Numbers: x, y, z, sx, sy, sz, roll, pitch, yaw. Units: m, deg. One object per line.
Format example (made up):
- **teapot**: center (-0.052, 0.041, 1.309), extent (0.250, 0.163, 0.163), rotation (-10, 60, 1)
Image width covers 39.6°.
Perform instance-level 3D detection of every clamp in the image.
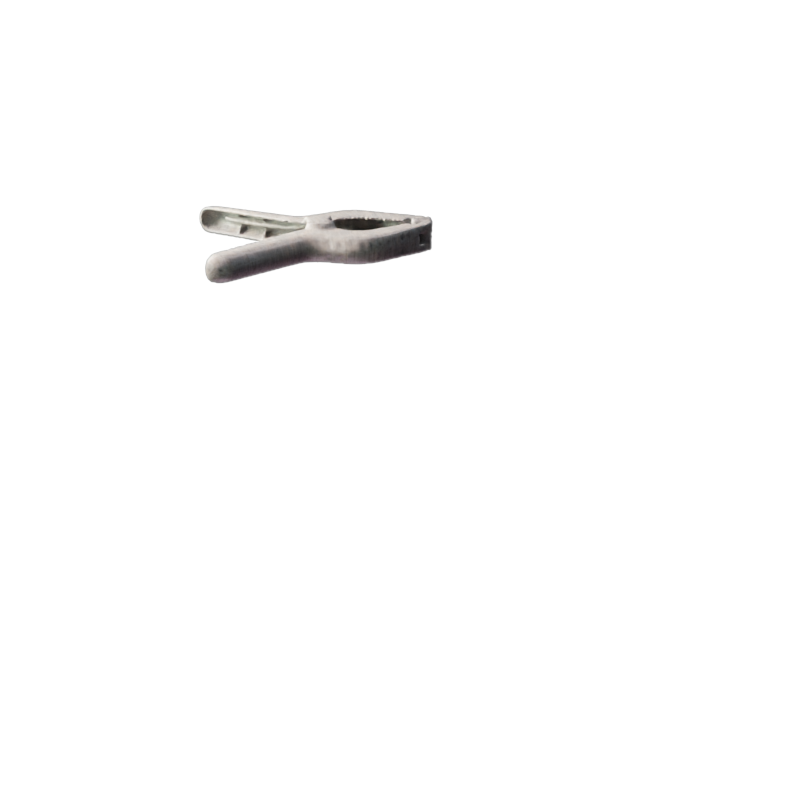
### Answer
- **clamp**: center (-0.075, -0.137, 0.959), extent (0.210, 0.035, 0.173), rotation (-1, 25, -2)
